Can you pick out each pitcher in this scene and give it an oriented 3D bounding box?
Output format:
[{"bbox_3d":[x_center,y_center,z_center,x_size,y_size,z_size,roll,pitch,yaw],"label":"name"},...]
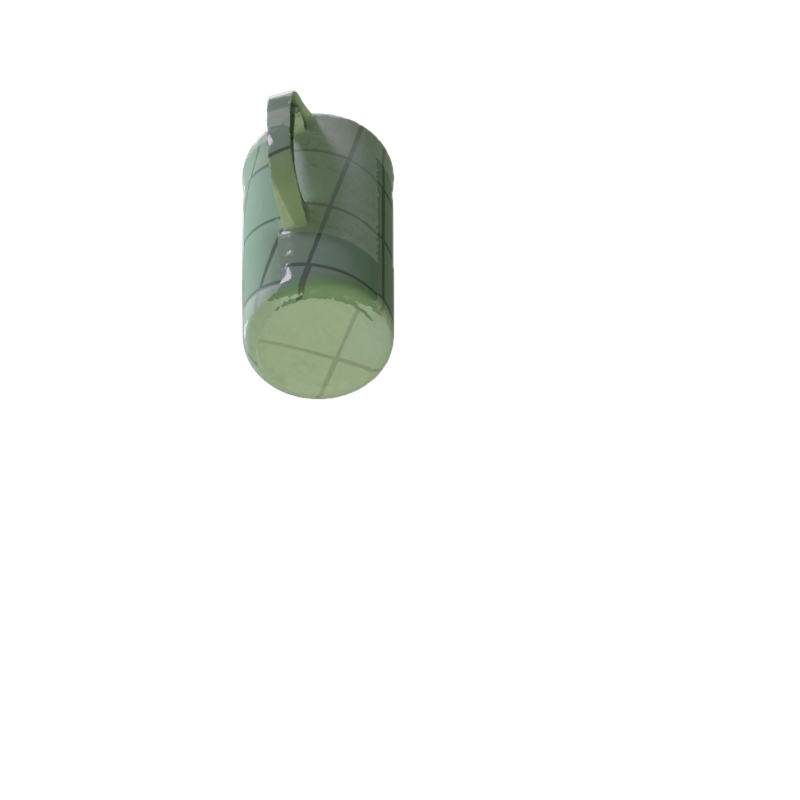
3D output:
[{"bbox_3d":[-0.068,-0.125,0.874,0.144,0.140,0.260,24,33,-20],"label":"pitcher"}]
